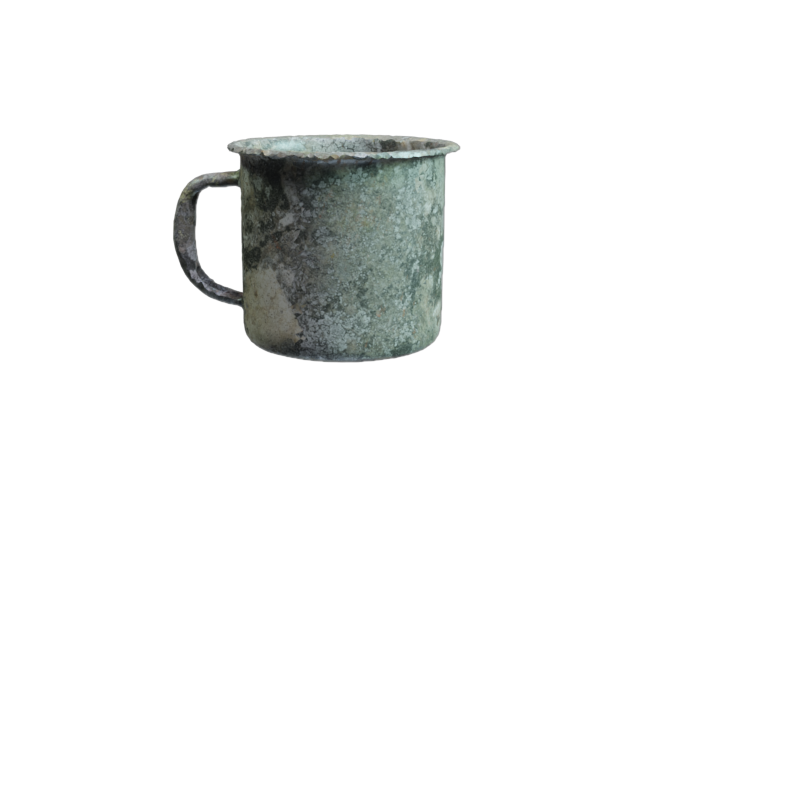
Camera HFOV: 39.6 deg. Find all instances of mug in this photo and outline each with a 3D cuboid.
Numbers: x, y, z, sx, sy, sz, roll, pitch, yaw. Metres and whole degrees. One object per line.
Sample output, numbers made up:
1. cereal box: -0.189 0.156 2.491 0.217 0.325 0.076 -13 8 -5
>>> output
1. mug: -0.035 -0.065 0.452 0.118 0.079 0.095 2 14 5
